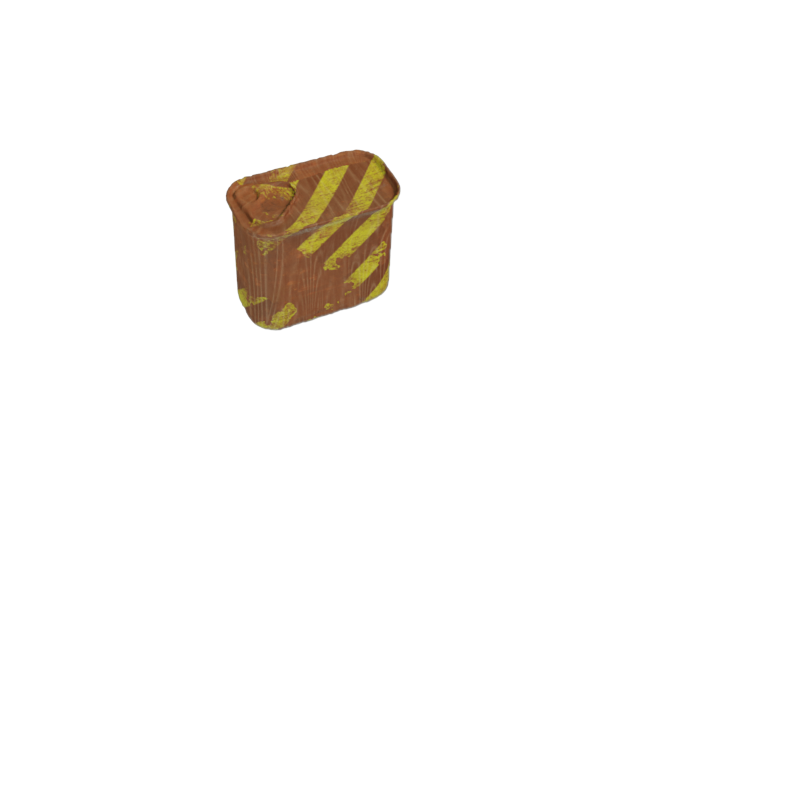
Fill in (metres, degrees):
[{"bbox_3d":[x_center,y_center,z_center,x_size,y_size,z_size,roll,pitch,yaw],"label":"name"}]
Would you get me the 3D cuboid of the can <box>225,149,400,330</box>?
[{"bbox_3d":[-0.054,-0.098,0.689,0.101,0.078,0.062,-17,50,-17],"label":"can"}]
